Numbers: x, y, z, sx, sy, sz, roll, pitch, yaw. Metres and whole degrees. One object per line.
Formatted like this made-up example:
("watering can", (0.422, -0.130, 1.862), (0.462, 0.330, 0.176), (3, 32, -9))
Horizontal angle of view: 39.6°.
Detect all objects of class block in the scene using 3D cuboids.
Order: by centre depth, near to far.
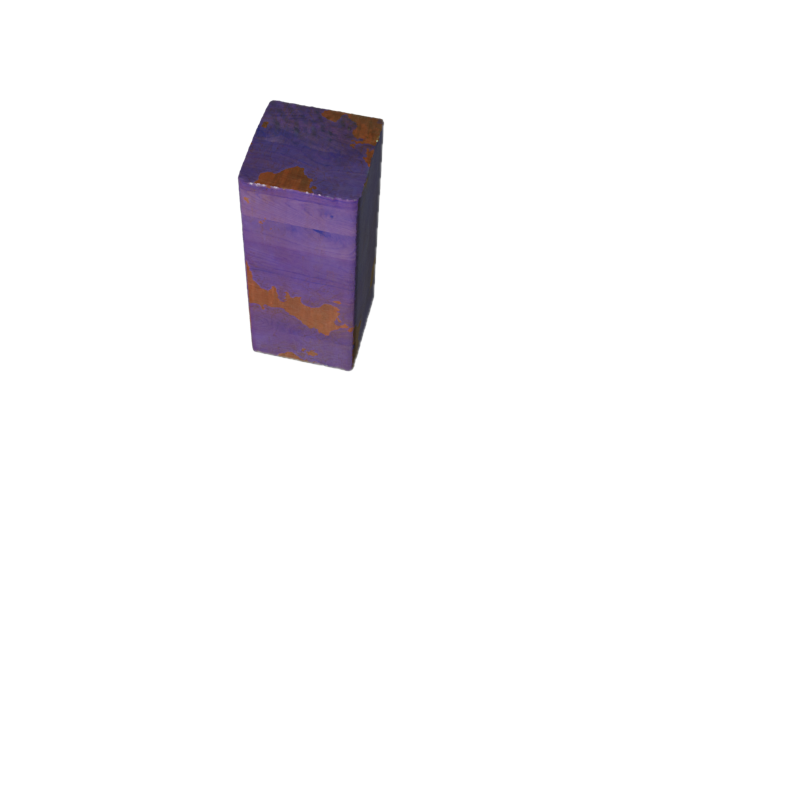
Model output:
("block", (-0.069, -0.124, 0.873), (0.092, 0.095, 0.192), (12, -36, 5))
